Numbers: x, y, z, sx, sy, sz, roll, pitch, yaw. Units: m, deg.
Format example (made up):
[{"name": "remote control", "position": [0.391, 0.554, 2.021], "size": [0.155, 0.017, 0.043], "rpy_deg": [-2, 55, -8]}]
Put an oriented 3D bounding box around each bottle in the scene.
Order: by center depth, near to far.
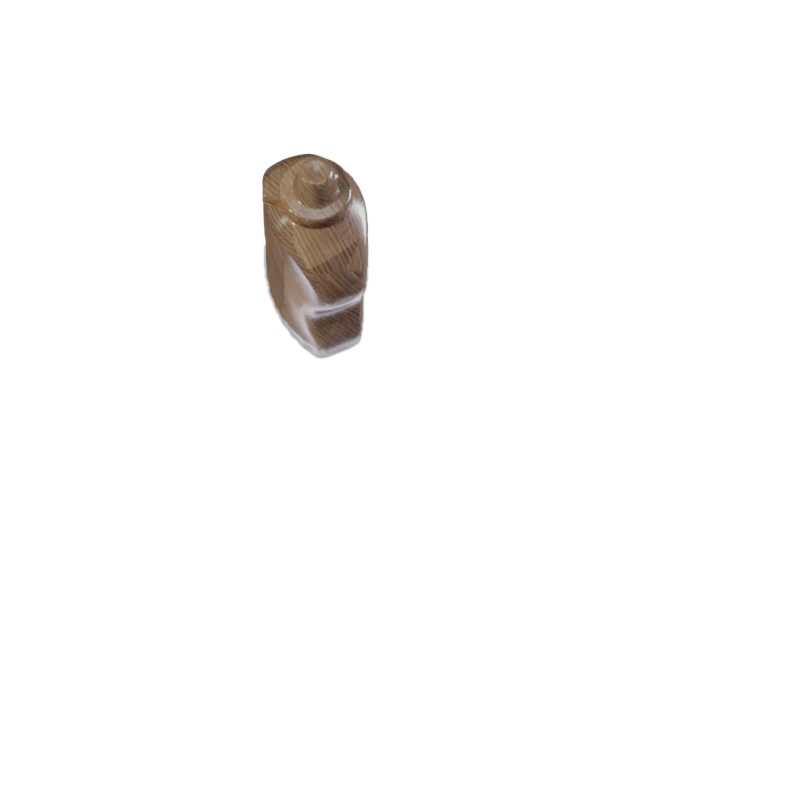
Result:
[{"name": "bottle", "position": [-0.054, -0.099, 0.690], "size": [0.058, 0.101, 0.183], "rpy_deg": [-20, -15, -10]}]
